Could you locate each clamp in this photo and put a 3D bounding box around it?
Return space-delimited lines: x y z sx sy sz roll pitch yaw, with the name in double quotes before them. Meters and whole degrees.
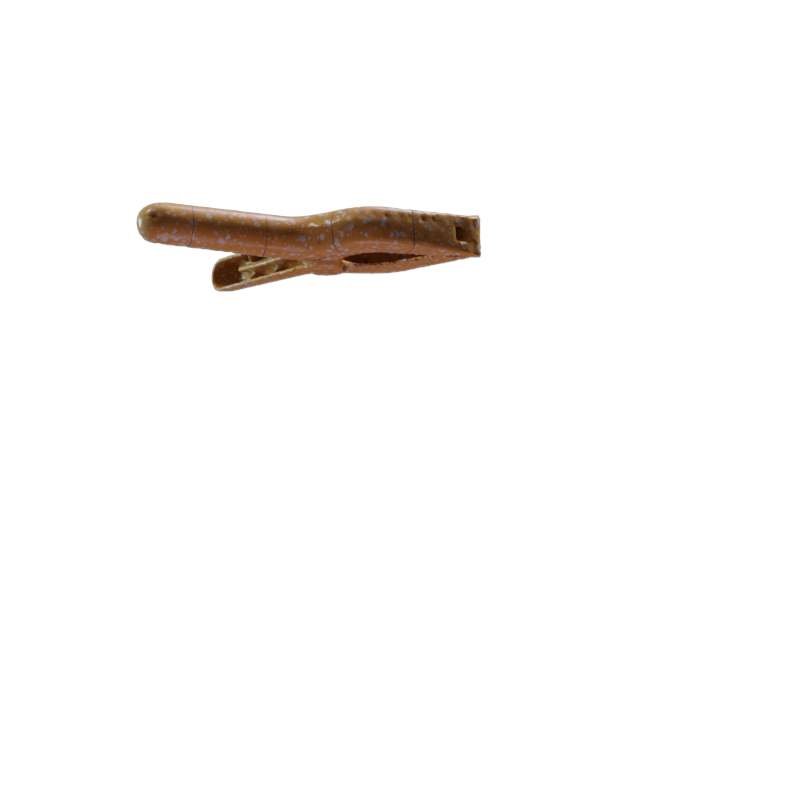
"clamp" -0.056 -0.102 0.717 0.214 0.037 0.157 -2 -6 17
